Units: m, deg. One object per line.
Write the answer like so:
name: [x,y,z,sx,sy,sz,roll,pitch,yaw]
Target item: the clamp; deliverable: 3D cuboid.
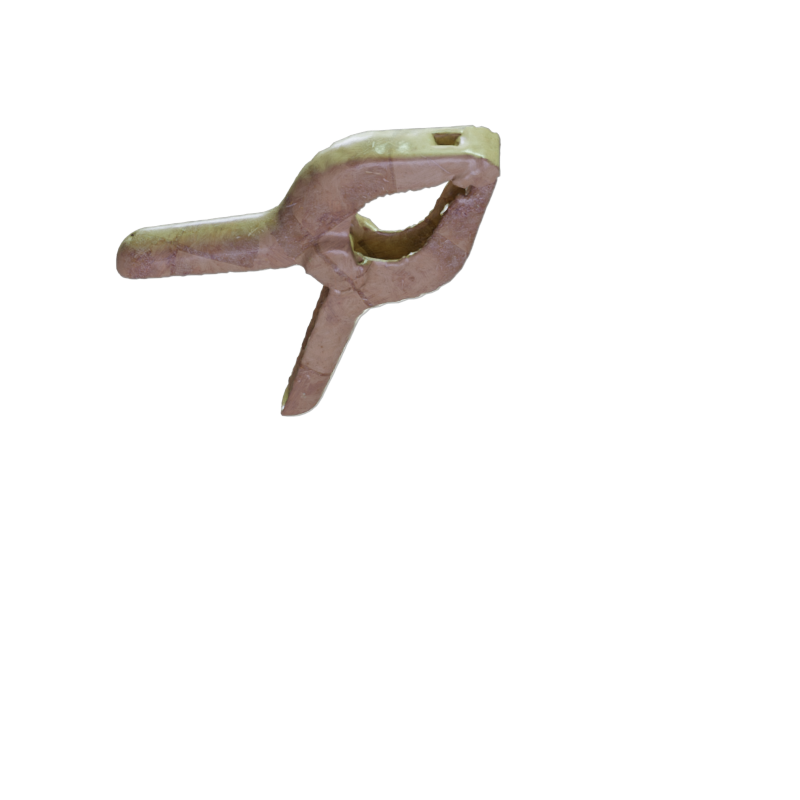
clamp: [-0.037,-0.067,0.471,0.114,0.042,0.169,33,-57,-26]
